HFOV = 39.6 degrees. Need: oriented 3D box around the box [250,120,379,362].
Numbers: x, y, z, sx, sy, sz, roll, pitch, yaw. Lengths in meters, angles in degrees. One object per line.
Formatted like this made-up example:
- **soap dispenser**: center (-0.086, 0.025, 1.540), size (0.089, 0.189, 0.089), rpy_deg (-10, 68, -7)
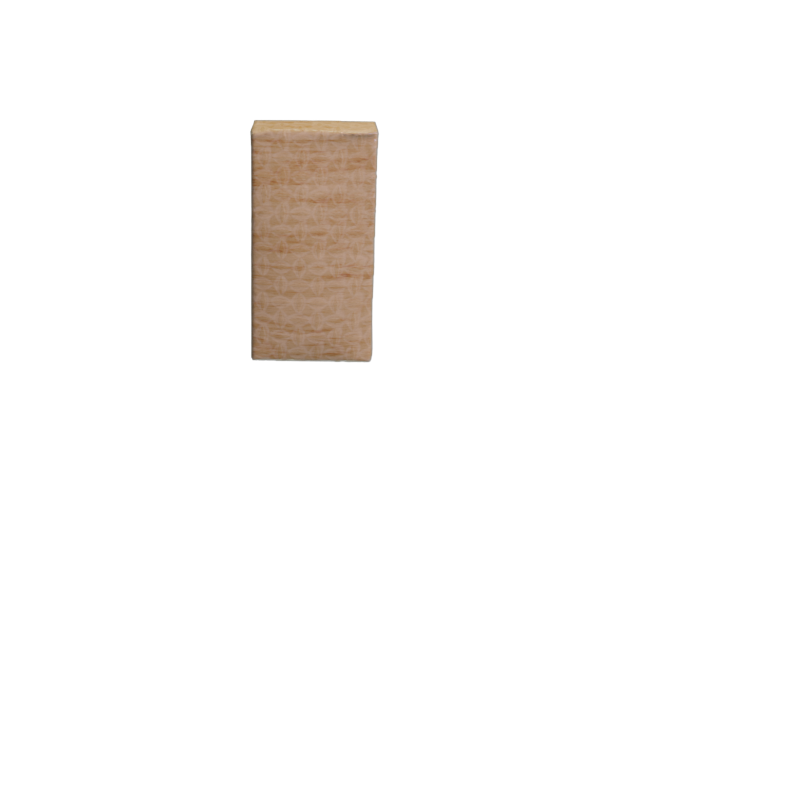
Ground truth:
- **box**: center (-0.064, -0.117, 0.820), size (0.093, 0.169, 0.050), rpy_deg (1, 20, -1)
